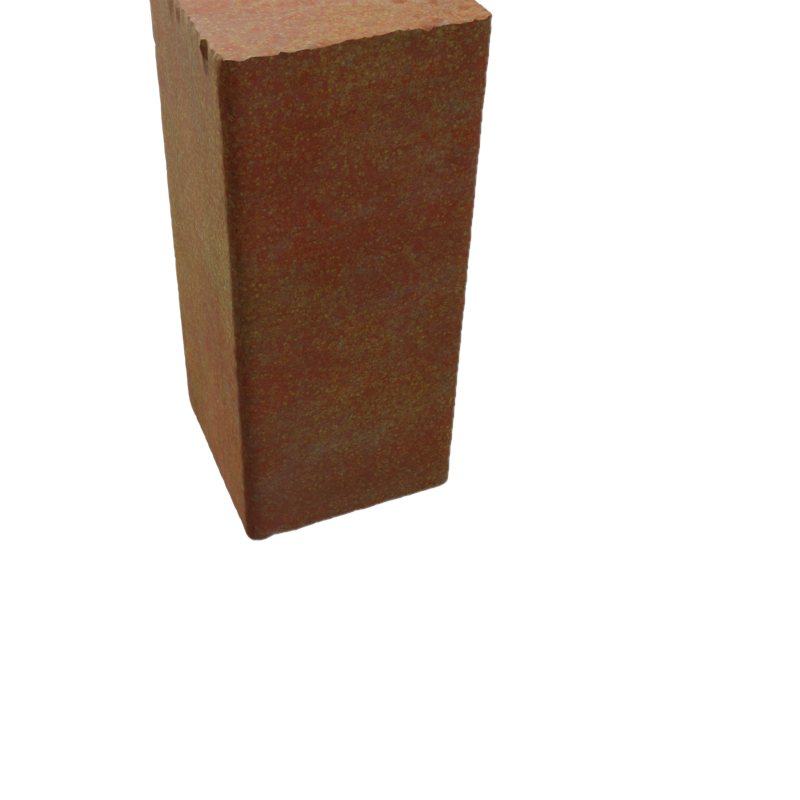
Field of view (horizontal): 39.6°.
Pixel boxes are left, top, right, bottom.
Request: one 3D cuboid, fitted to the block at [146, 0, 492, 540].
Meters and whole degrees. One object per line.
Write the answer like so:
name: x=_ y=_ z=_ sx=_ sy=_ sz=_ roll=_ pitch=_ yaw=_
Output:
block: x=-0.033 y=-0.059 z=0.415 sx=0.089 sy=0.192 sz=0.098 roll=-14 pitch=42 yaw=-19
